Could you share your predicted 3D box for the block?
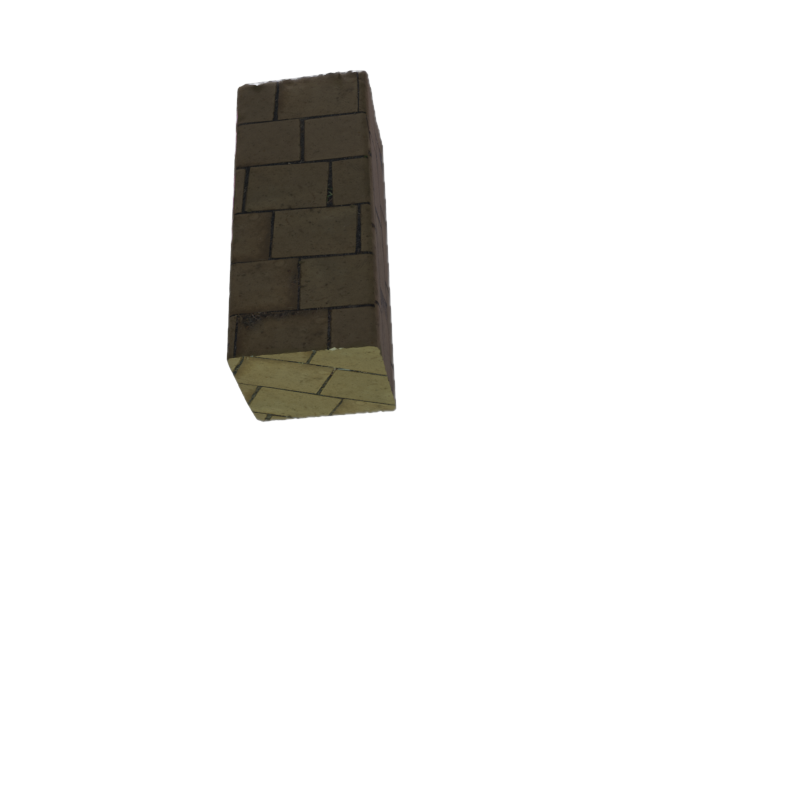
[{"bbox_3d":[-0.056,-0.102,0.714,0.091,0.220,0.084,-6,-31,6],"label":"block"}]
